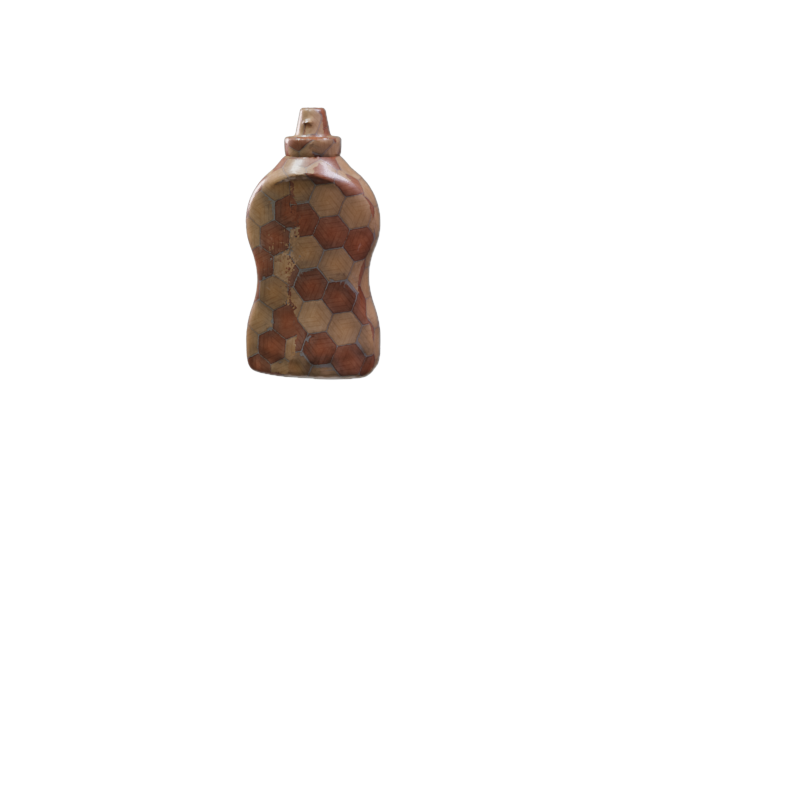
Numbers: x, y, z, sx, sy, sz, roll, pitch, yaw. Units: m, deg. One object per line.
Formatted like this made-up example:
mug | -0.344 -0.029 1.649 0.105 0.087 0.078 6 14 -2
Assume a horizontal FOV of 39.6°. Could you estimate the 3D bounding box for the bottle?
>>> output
bottle | -0.063 -0.114 0.799 0.098 0.188 0.058 3 9 13
